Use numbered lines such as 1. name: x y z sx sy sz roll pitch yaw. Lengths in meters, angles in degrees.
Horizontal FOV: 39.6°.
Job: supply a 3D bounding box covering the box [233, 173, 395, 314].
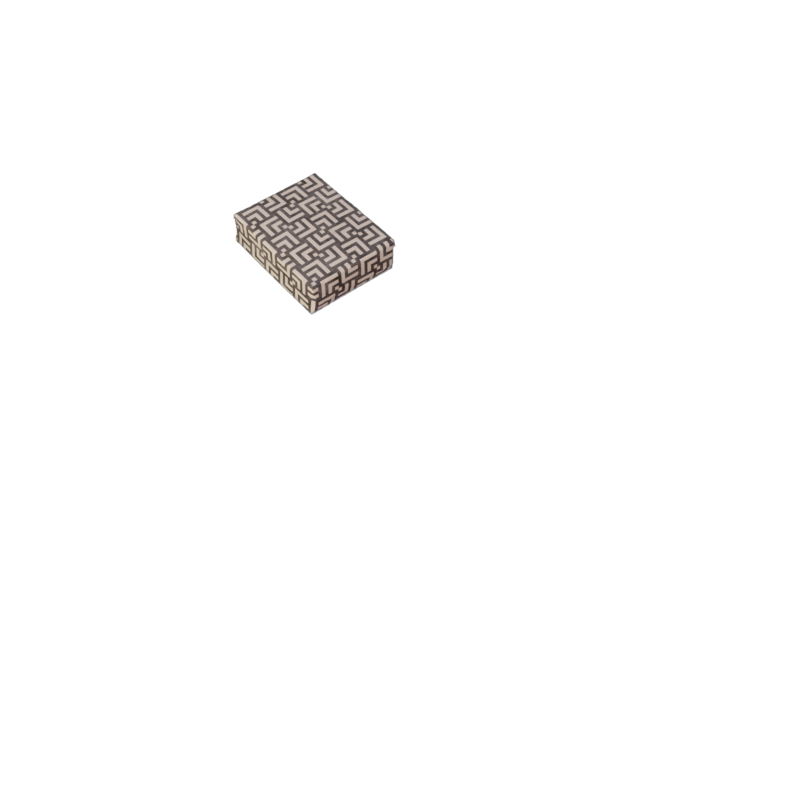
1. box: -0.074 -0.135 0.944 0.090 0.036 0.122 -31 54 -26
